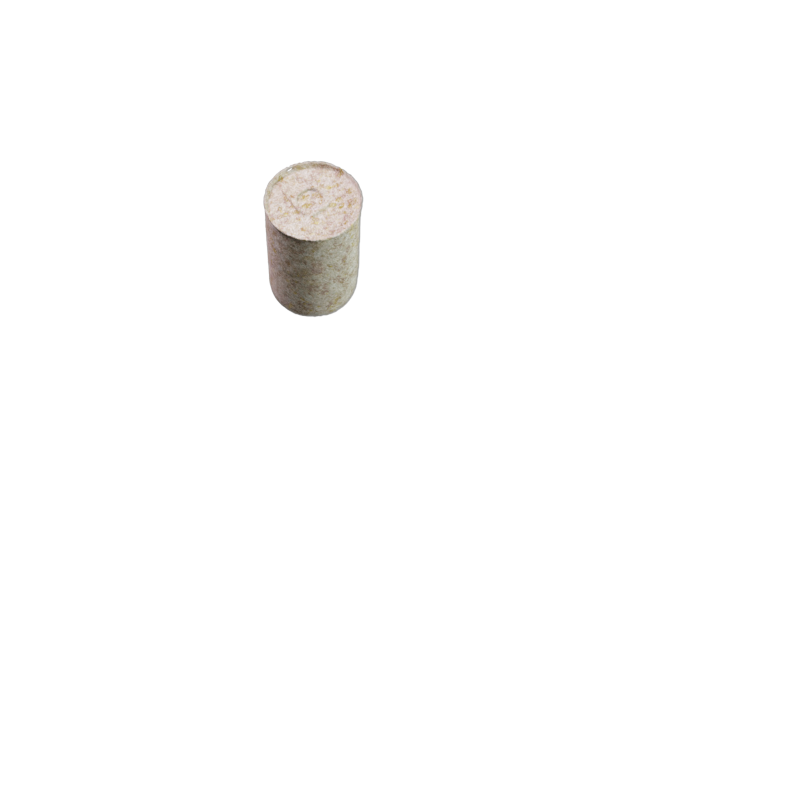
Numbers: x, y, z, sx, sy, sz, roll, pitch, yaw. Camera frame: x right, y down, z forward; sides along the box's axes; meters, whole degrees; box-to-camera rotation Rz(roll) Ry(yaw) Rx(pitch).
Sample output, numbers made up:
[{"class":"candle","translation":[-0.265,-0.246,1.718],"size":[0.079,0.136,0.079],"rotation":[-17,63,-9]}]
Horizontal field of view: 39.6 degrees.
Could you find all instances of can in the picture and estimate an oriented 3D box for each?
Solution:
[{"class":"can","translation":[-0.062,-0.113,0.794],"size":[0.068,0.073,0.096],"rotation":[0,-30,-3]}]
